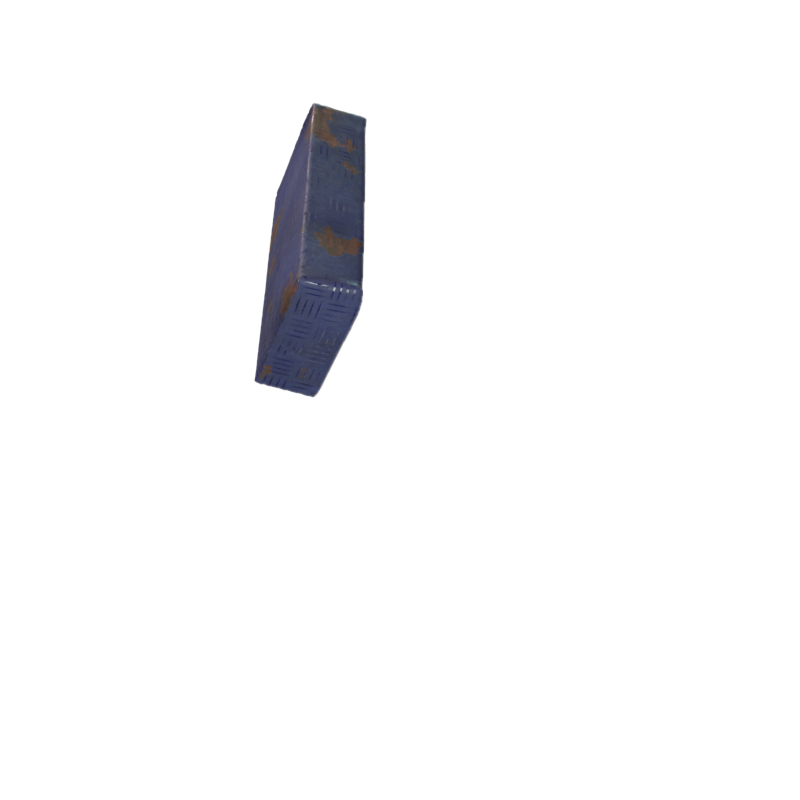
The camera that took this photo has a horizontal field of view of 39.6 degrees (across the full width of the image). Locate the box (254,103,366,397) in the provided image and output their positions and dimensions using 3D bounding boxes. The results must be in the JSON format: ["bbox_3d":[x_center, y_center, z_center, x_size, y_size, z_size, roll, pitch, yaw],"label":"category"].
[{"bbox_3d":[-0.055,-0.100,0.702,0.047,0.189,0.089,13,-48,-17],"label":"box"}]
